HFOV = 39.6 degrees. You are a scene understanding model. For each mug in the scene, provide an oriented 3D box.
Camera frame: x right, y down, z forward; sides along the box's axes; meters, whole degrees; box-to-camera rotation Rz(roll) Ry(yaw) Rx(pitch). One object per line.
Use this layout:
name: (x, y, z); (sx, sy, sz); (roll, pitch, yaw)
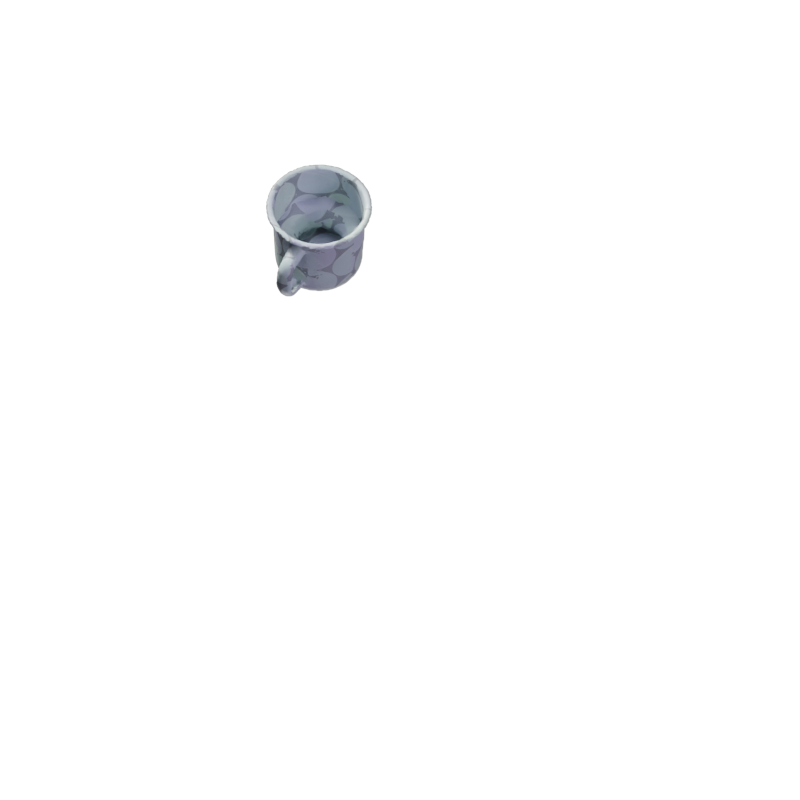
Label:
mug: (-0.078, -0.142, 0.998); (0.096, 0.122, 0.076); (20, -30, 10)
